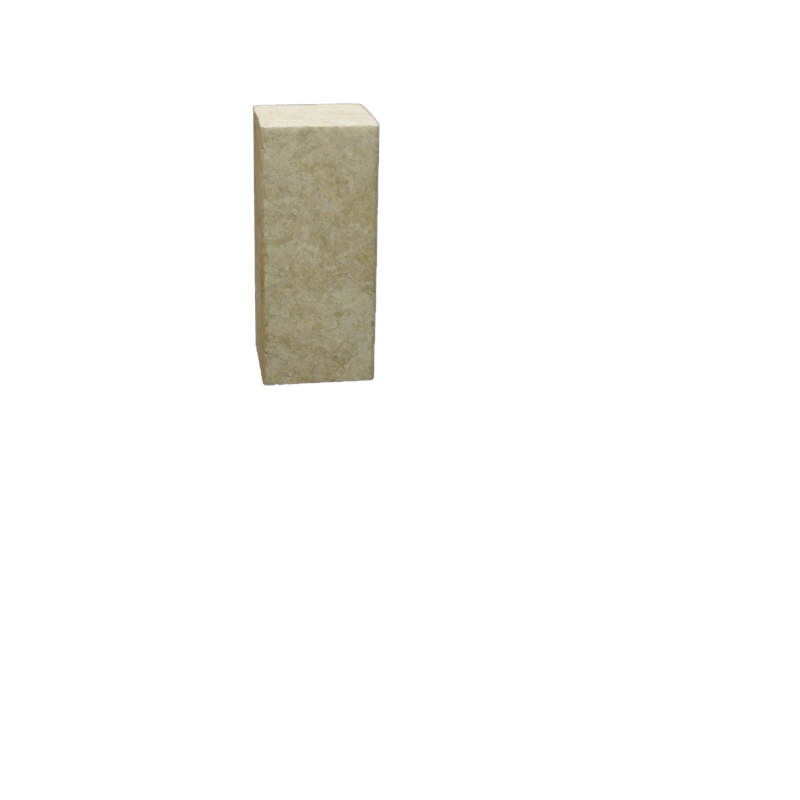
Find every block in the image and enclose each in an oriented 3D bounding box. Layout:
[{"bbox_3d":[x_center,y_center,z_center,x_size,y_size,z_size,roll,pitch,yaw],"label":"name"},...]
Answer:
[{"bbox_3d":[-0.069,-0.126,0.882,0.090,0.197,0.095,-2,20,-9],"label":"block"}]
